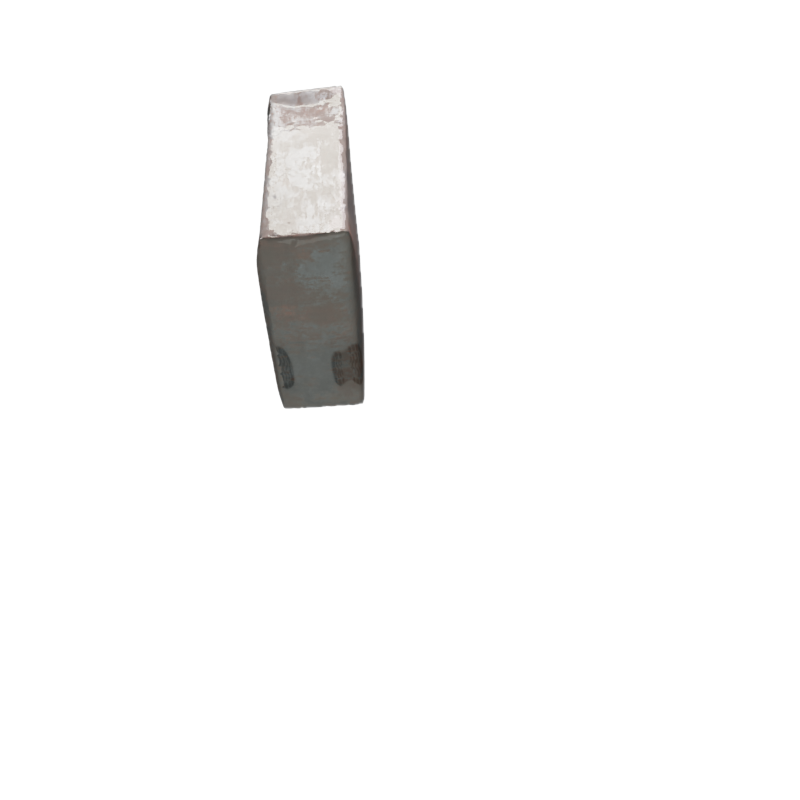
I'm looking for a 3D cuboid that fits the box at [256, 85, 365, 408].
[{"bbox_3d":[-0.069,-0.126,0.883,0.072,0.153,0.229,-5,40,0],"label":"box"}]
